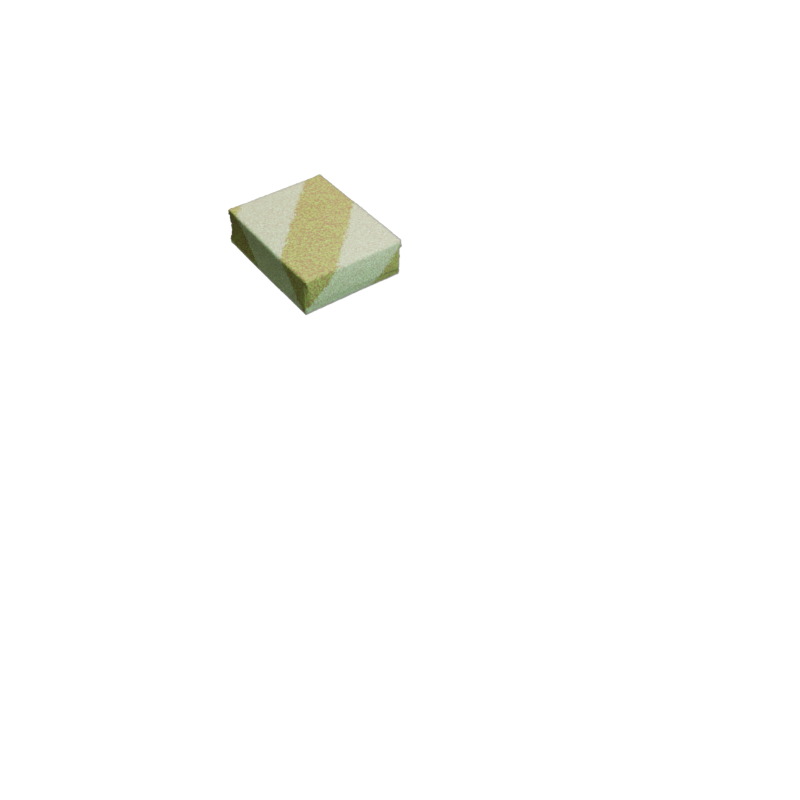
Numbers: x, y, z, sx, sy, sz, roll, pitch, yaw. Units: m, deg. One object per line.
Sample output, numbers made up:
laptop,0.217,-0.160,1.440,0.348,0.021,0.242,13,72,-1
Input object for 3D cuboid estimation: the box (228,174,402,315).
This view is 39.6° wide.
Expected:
box,-0.068,-0.124,0.866,0.089,0.036,0.122,-25,46,-27
